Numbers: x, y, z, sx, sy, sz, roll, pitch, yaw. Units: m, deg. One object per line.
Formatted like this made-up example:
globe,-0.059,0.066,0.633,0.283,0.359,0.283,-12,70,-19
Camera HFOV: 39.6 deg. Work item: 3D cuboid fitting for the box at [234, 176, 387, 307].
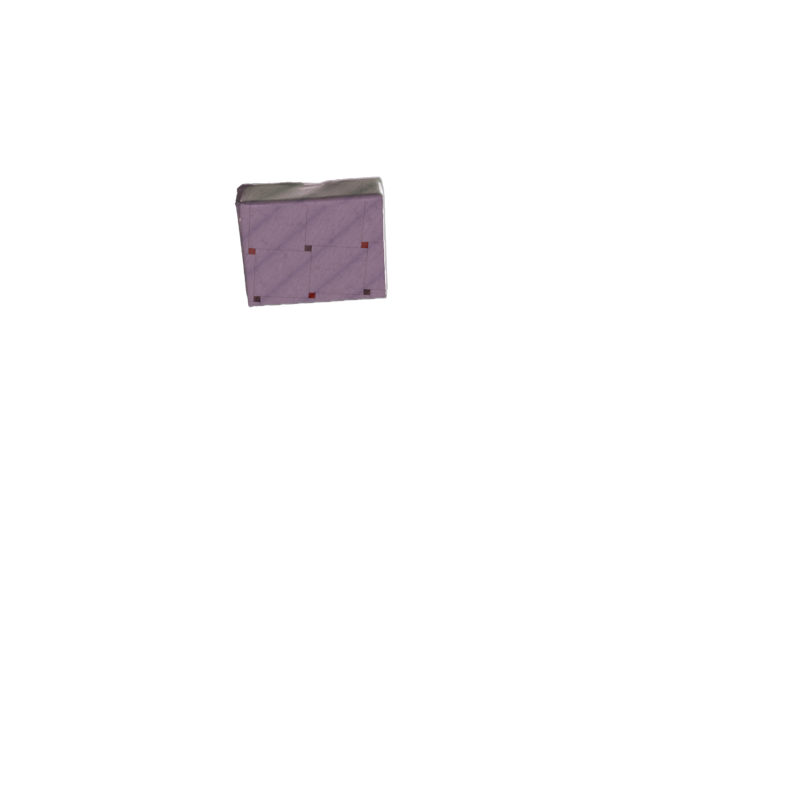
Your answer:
box,-0.053,-0.097,0.681,0.089,0.068,0.032,-3,32,1
